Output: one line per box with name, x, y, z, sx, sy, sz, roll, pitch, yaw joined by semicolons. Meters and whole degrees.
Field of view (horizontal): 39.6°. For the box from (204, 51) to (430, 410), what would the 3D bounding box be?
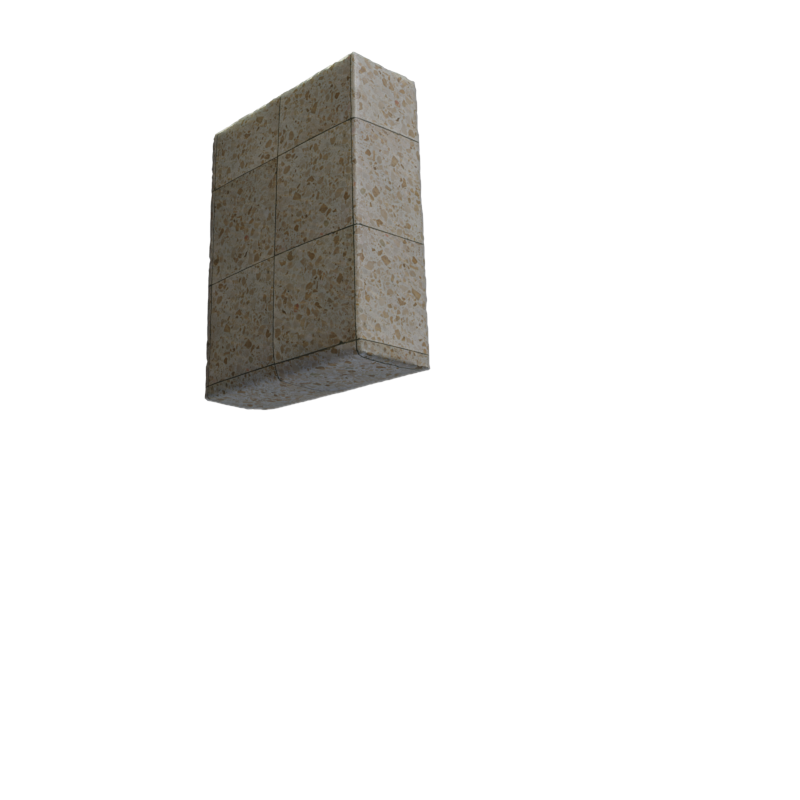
box;-0.061;-0.112;0.784;0.068;0.224;0.166;18;-26;-41
